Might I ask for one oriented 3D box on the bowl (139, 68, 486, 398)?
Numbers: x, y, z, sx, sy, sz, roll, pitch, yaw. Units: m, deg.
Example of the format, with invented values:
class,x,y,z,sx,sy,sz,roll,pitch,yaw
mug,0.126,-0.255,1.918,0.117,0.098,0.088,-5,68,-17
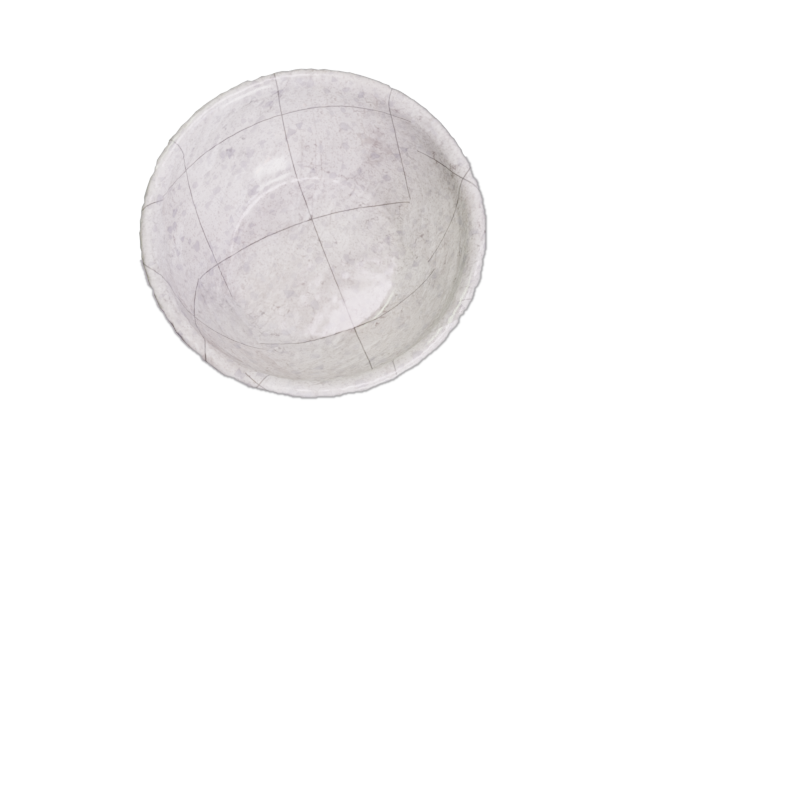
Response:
class,x,y,z,sx,sy,sz,roll,pitch,yaw
bowl,-0.042,-0.077,0.540,0.162,0.169,0.053,-1,-16,-1
